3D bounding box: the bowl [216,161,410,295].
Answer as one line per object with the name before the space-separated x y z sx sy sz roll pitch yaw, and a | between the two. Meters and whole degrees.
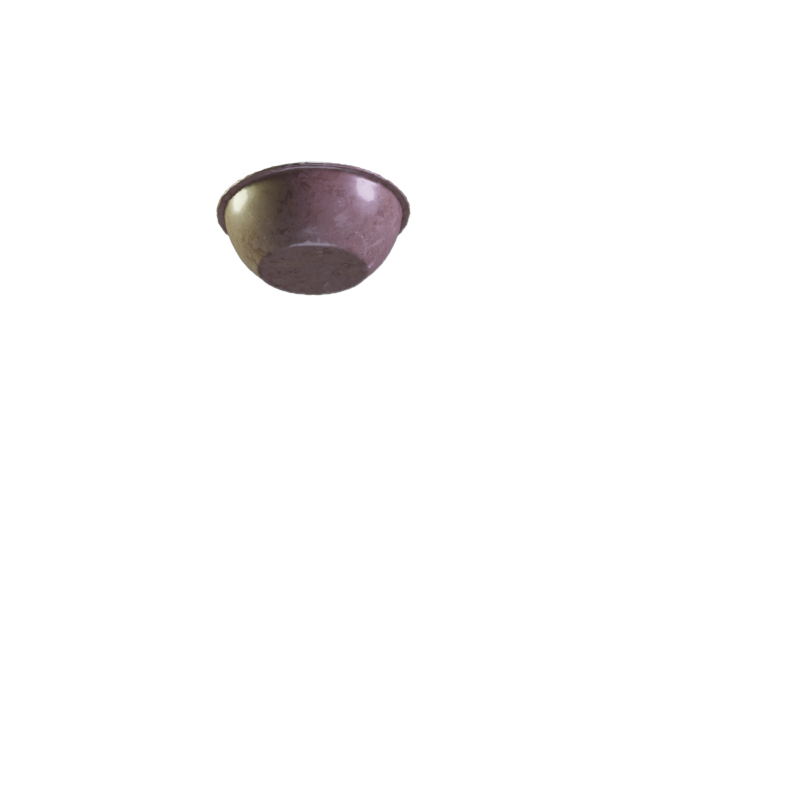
bowl | -0.071 -0.130 0.912 0.162 0.058 0.153 1 -23 -2
